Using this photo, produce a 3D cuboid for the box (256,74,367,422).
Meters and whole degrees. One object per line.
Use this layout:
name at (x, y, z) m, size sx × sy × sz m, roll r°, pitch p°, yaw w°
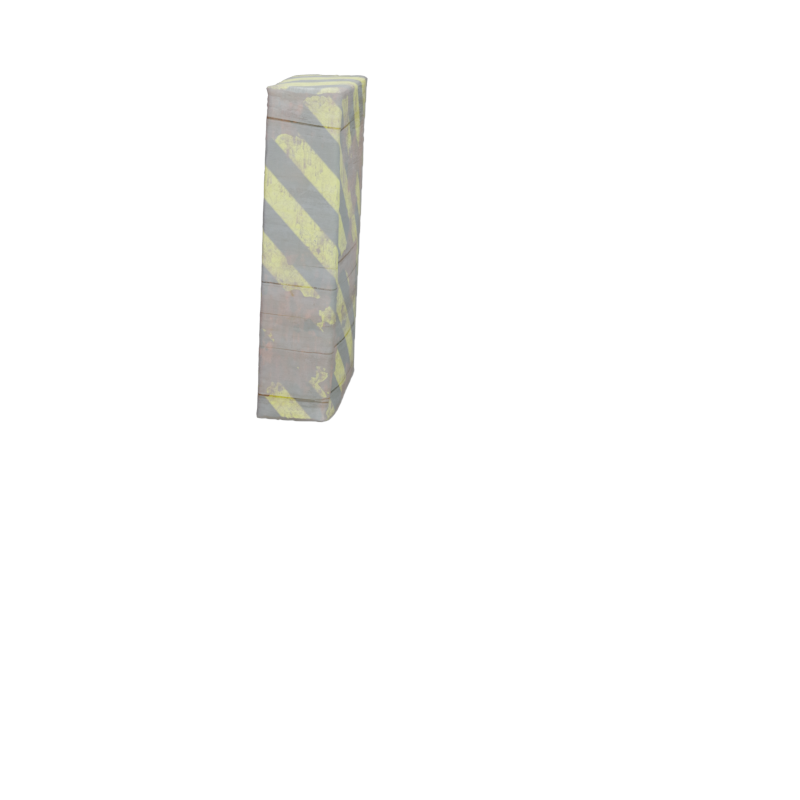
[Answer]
box at (-0.047, -0.086, 0.603) m, size 0.049 × 0.171 × 0.095 m, roll 2°, pitch 14°, yaw 6°
